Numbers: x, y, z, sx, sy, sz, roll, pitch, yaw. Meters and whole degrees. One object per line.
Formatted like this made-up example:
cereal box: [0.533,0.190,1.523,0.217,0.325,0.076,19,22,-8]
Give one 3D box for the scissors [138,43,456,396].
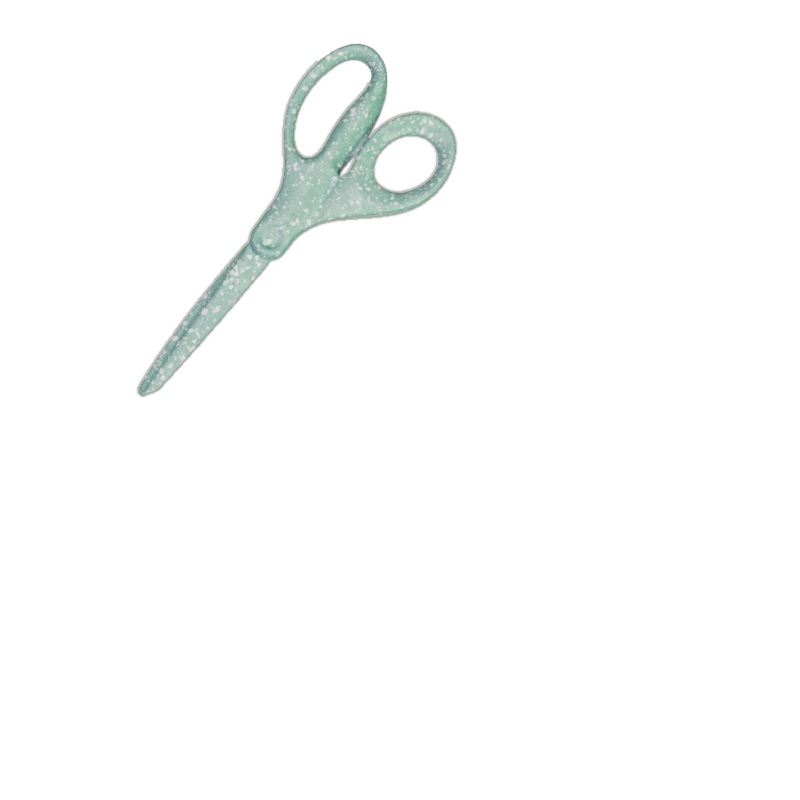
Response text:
scissors: [-0.042,-0.077,0.540,0.097,0.205,0.015,22,-9,4]
